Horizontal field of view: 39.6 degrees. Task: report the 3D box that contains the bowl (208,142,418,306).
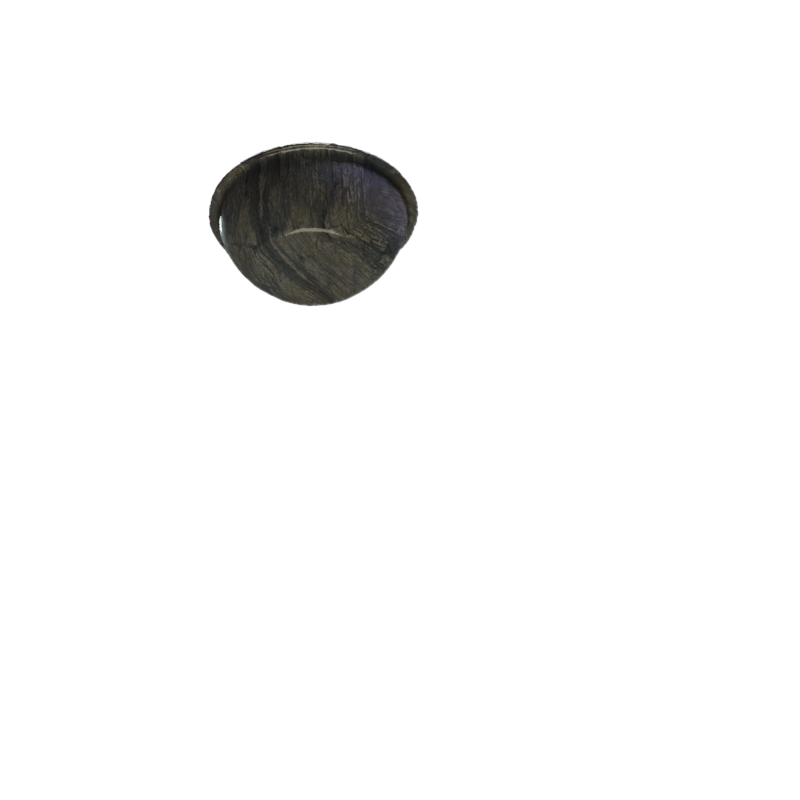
[{"bbox_3d":[-0.066,-0.120,0.841,0.162,0.059,0.151,1,-35,-2],"label":"bowl"}]
